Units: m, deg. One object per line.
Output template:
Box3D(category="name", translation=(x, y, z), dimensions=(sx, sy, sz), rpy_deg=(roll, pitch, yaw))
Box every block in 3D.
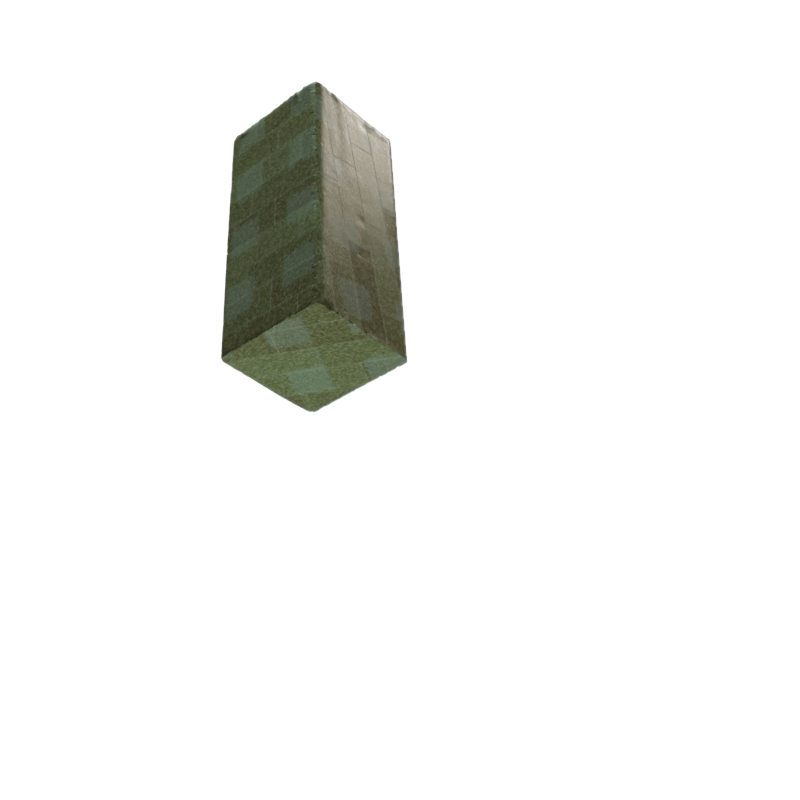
Box3D(category="block", translation=(-0.062, -0.112, 0.783), dimensions=(0.090, 0.221, 0.084), rpy_deg=(-30, -45, 30))
